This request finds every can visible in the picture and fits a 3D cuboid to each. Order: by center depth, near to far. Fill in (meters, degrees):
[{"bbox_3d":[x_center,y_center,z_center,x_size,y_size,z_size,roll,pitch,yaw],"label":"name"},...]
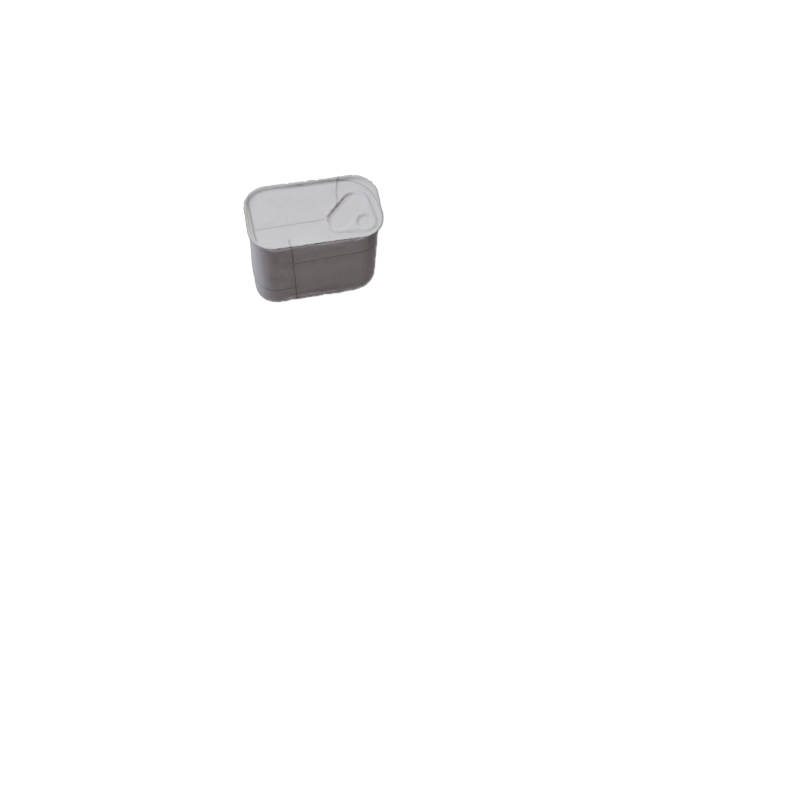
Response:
[{"bbox_3d":[-0.067,-0.122,0.855,0.101,0.061,0.079,-9,-28,-7],"label":"can"}]
